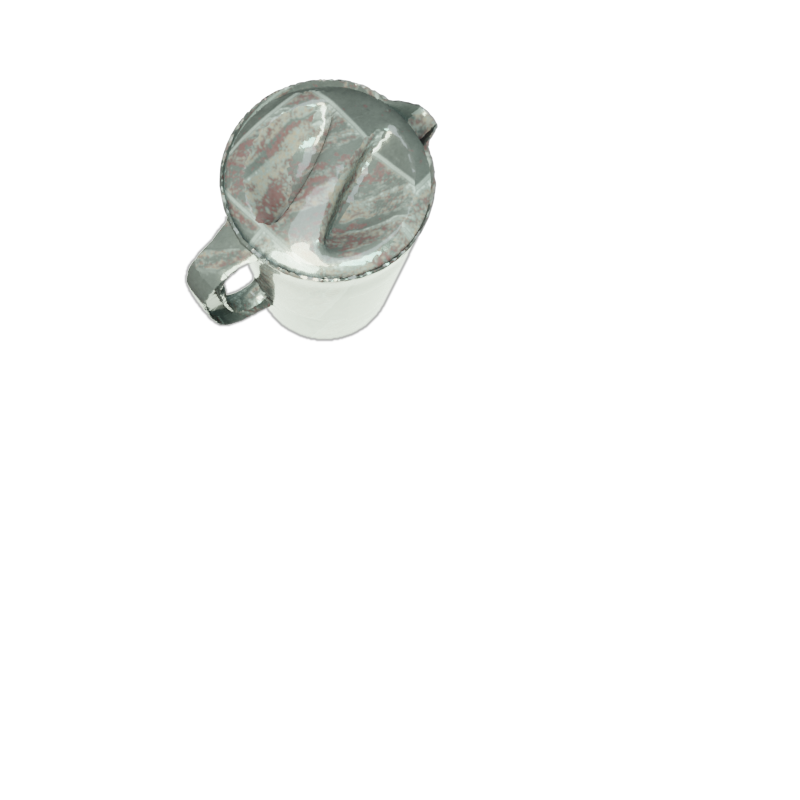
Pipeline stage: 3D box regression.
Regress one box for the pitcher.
[{"bbox_3d":[-0.062,-0.112,0.788,0.149,0.150,0.235,7,-12,-2],"label":"pitcher"}]
